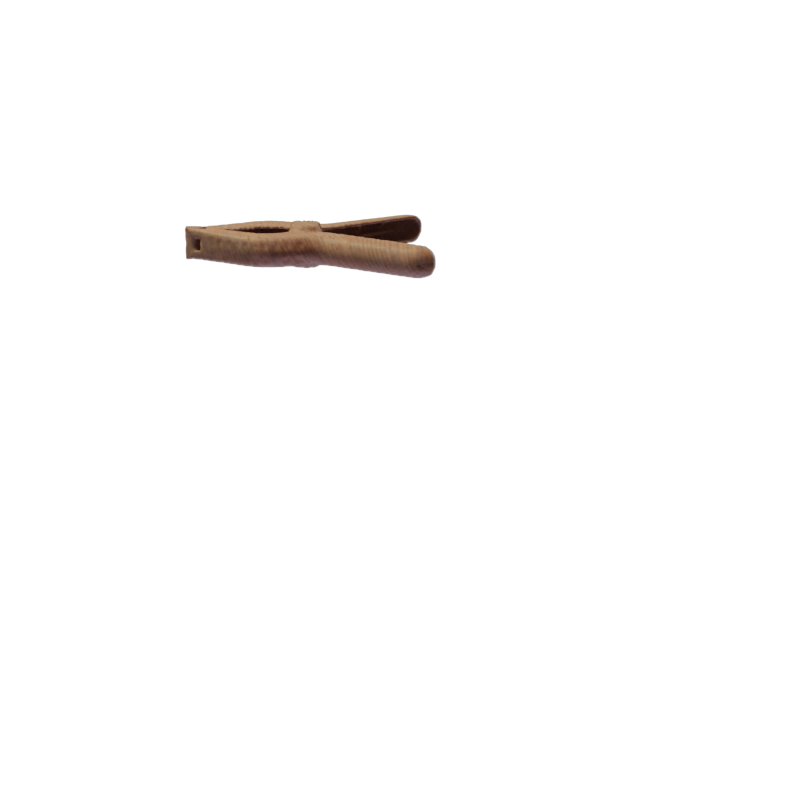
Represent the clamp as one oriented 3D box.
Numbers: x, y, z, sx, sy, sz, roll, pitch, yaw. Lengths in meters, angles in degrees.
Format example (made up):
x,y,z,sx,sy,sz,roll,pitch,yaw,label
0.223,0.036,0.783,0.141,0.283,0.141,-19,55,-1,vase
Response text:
x,y,z,sx,sy,sz,roll,pitch,yaw,label
-0.073,-0.133,0.932,0.212,0.035,0.168,2,17,6,clamp
